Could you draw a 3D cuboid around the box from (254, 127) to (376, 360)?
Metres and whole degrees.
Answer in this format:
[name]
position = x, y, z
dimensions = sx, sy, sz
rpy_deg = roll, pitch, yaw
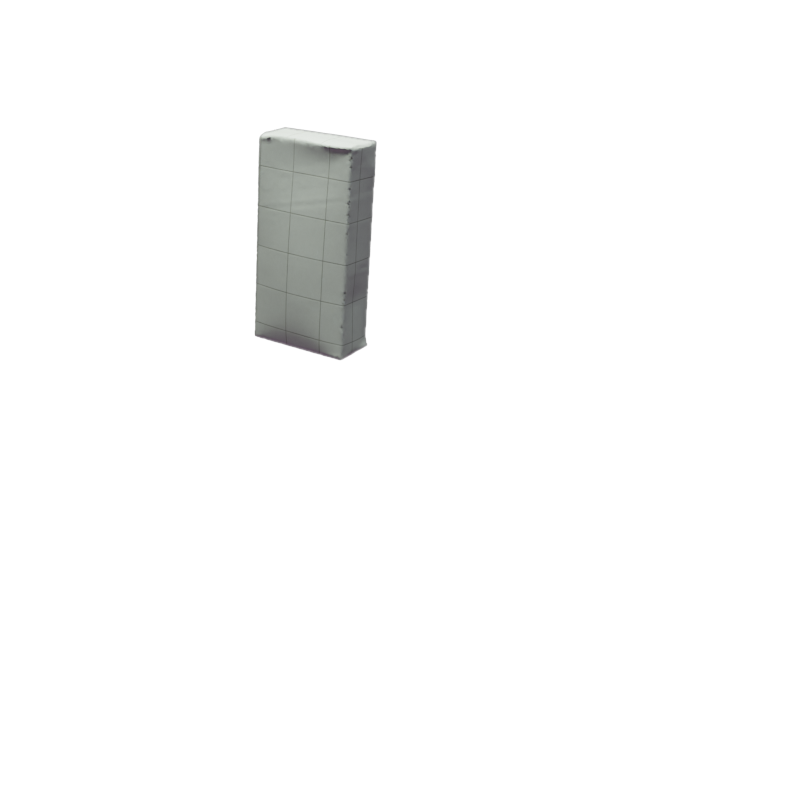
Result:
[box]
position = -0.071, -0.130, 0.908
dimensions = 0.098, 0.169, 0.048
rpy_deg = 13, 22, 31
